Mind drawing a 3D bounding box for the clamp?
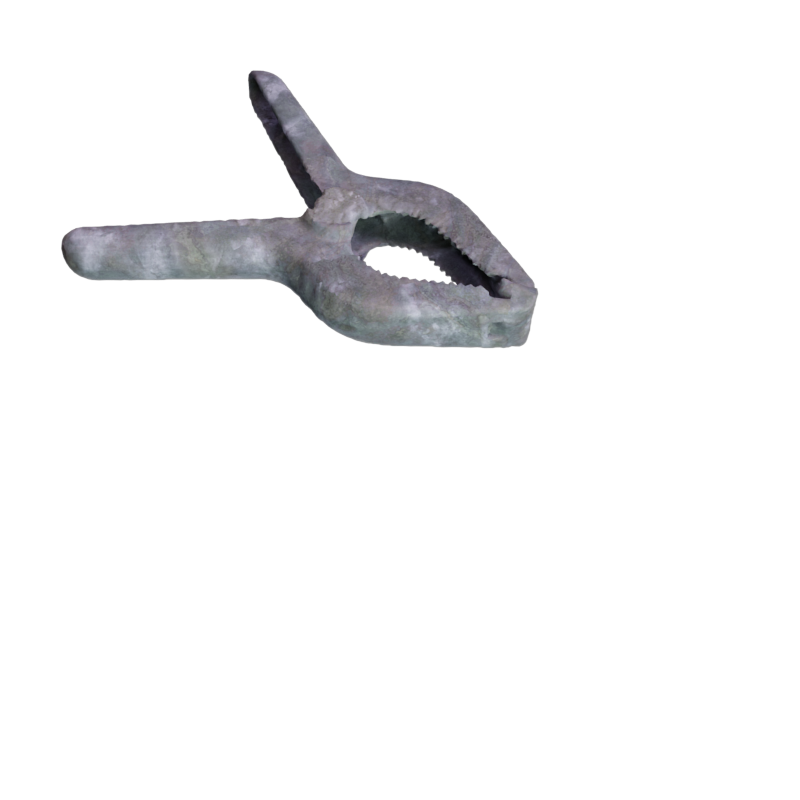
[{"bbox_3d":[-0.041,-0.074,0.518,0.221,0.034,0.167,31,56,24],"label":"clamp"}]
